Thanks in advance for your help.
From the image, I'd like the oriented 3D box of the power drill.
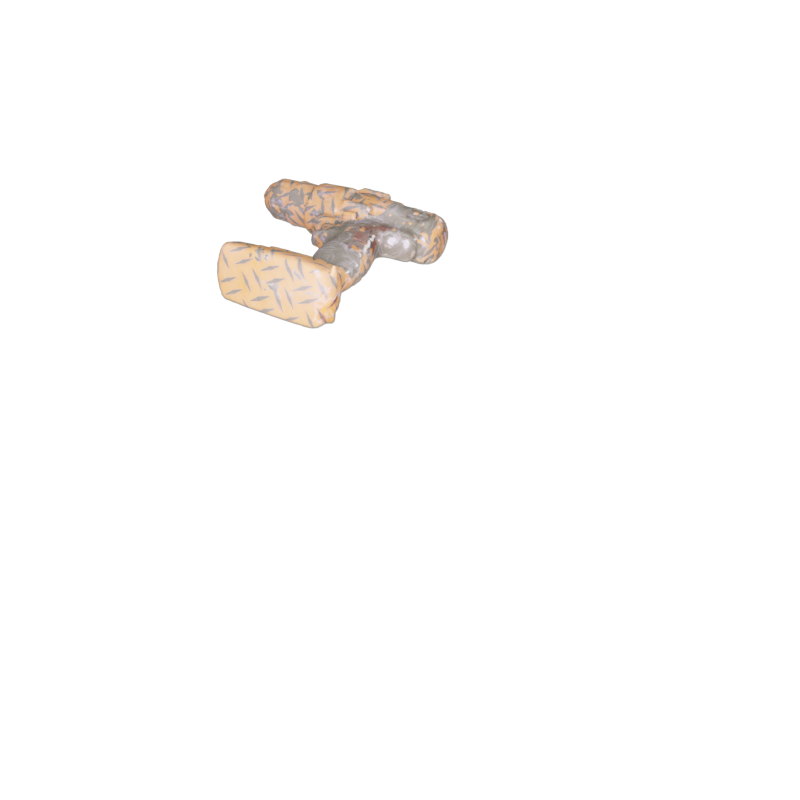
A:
[{"bbox_3d":[-0.075,-0.137,0.958,0.193,0.054,0.190,16,34,25],"label":"power drill"}]
